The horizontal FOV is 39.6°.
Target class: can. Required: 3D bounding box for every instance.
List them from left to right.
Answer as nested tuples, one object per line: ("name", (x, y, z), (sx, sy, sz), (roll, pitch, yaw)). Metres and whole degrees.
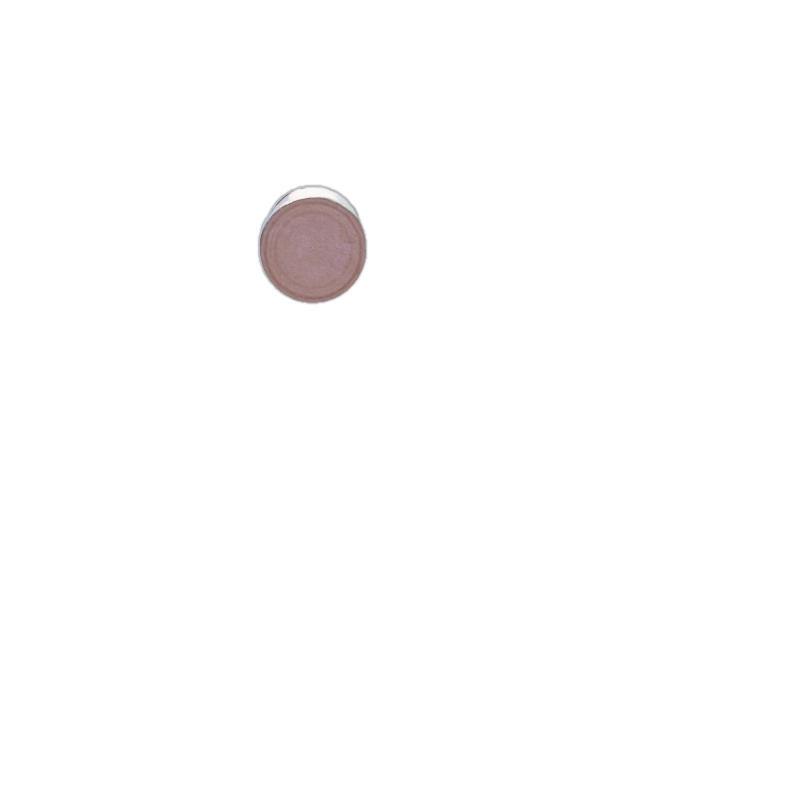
("can", (-0.057, -0.103, 0.725), (0.068, 0.067, 0.105), (0, 11, -3))
